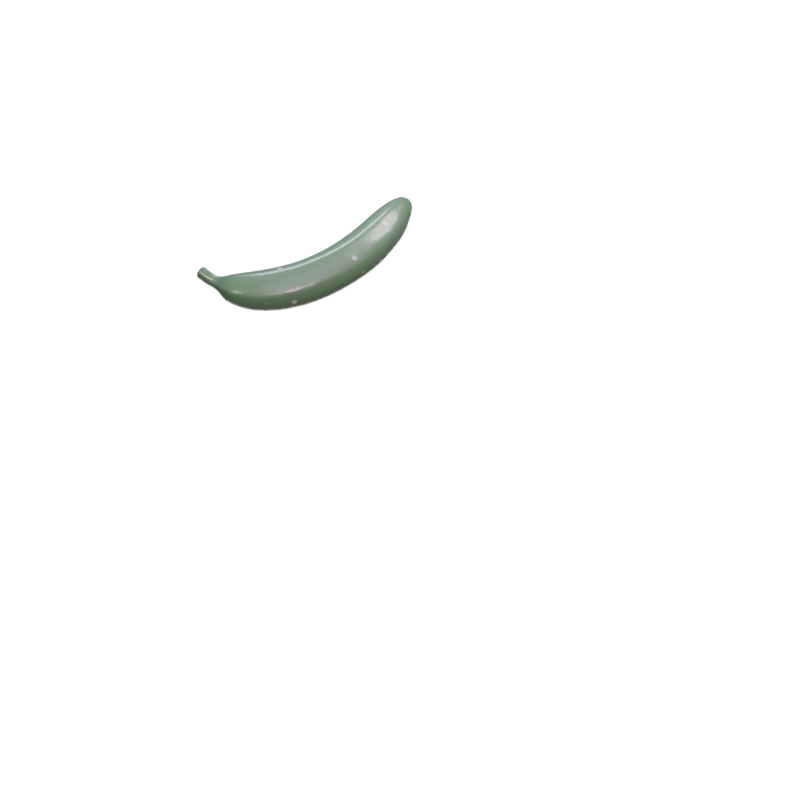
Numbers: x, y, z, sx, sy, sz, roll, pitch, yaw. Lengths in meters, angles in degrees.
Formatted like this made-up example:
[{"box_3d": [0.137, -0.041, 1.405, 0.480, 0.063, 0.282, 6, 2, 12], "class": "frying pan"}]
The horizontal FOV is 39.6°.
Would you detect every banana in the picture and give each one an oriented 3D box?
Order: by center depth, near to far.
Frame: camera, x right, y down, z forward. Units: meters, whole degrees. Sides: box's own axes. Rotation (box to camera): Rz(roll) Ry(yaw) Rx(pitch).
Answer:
[{"box_3d": [-0.071, -0.119, 0.945, 0.197, 0.074, 0.035, -20, -24, -10], "class": "banana"}]
